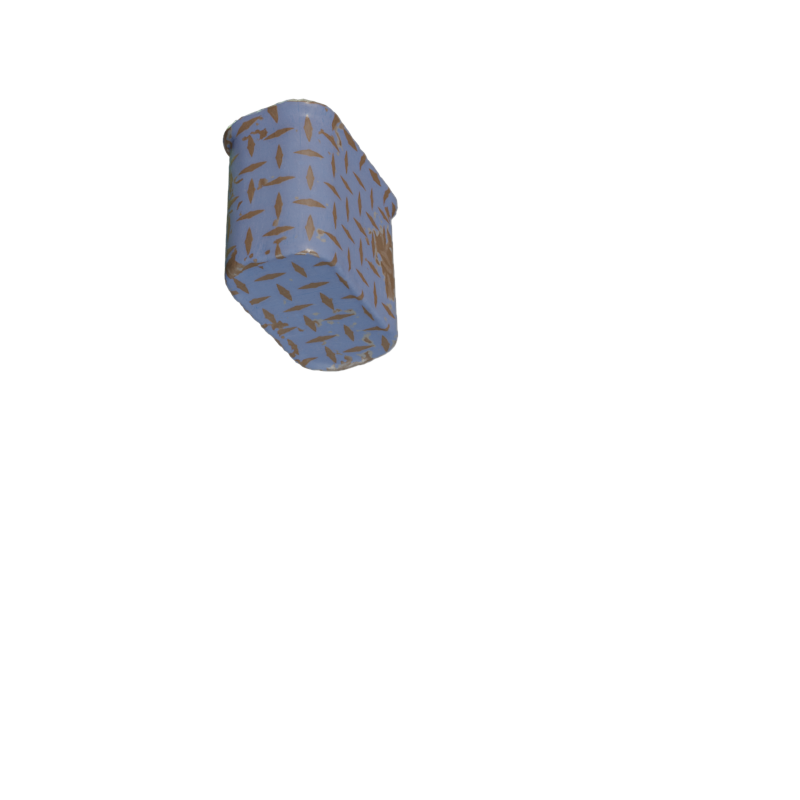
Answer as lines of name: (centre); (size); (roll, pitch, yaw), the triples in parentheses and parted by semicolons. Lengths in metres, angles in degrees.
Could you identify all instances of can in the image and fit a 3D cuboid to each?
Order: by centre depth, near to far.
can: (-0.040, -0.073, 0.511); (0.058, 0.090, 0.094); (-16, -36, 20)
